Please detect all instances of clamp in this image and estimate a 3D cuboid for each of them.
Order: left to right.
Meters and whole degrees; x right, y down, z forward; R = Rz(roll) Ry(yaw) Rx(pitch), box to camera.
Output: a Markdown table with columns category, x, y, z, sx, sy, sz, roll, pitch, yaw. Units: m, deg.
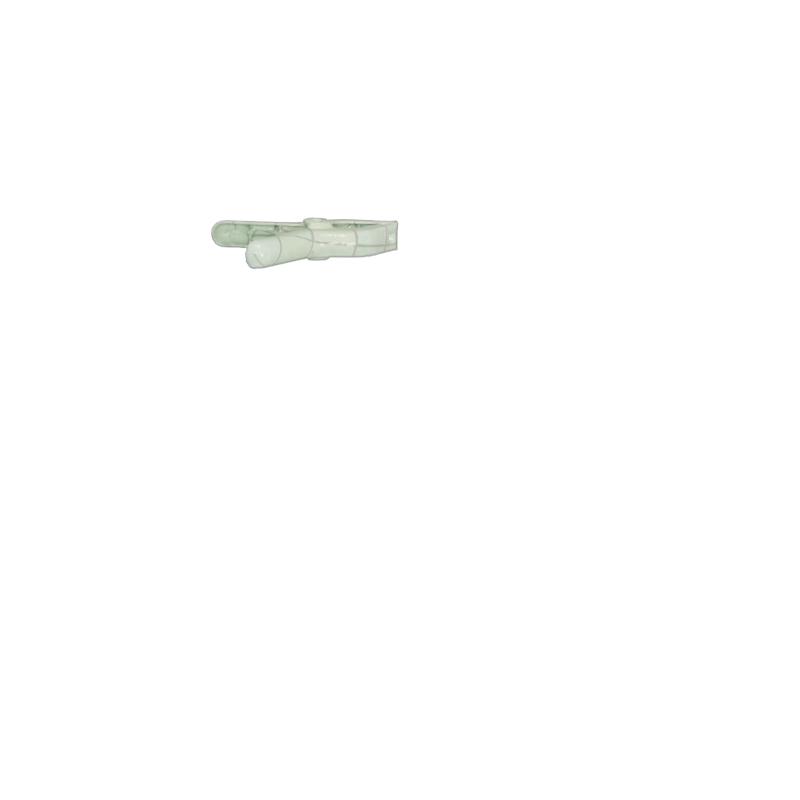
| category | x | y | z | sx | sy | sz | roll | pitch | yaw |
| --- | --- | --- | --- | --- | --- | --- | --- | --- | --- |
| clamp | -0.078 | -0.142 | 0.993 | 0.169 | 0.037 | 0.128 | -6 | 25 | -12 |
